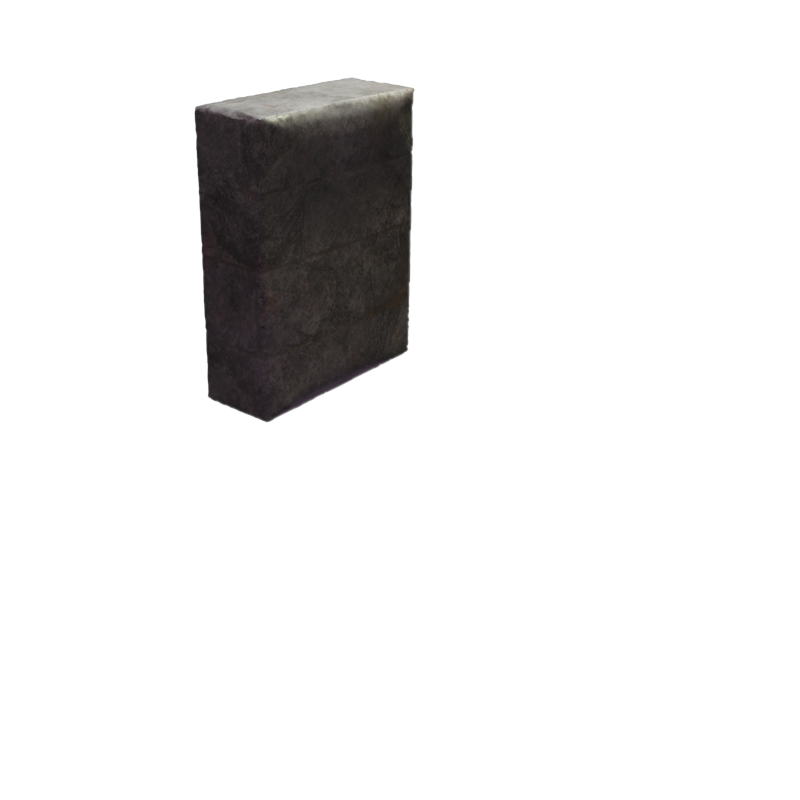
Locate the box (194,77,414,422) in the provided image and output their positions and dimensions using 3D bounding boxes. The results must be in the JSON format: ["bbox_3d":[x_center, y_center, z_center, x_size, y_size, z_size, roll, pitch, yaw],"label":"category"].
[{"bbox_3d":[-0.063,-0.114,0.800,0.076,0.205,0.162,16,26,36],"label":"box"}]
